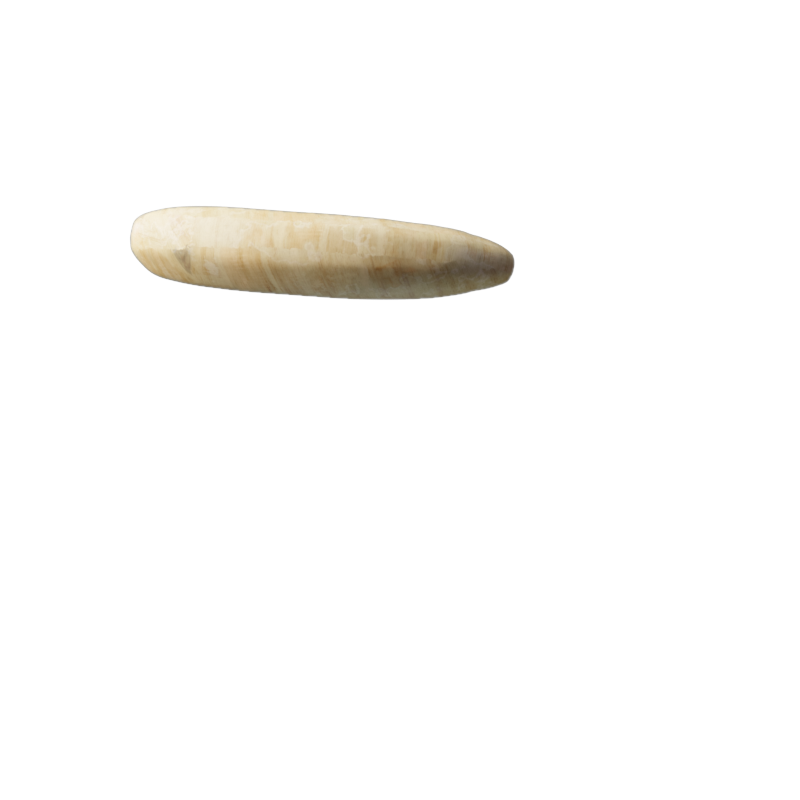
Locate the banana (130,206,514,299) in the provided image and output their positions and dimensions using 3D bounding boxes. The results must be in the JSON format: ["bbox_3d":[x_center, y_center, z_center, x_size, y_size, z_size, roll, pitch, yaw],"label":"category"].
[{"bbox_3d":[-0.051,-0.070,0.506,0.205,0.036,0.069,8,18,25],"label":"banana"}]
